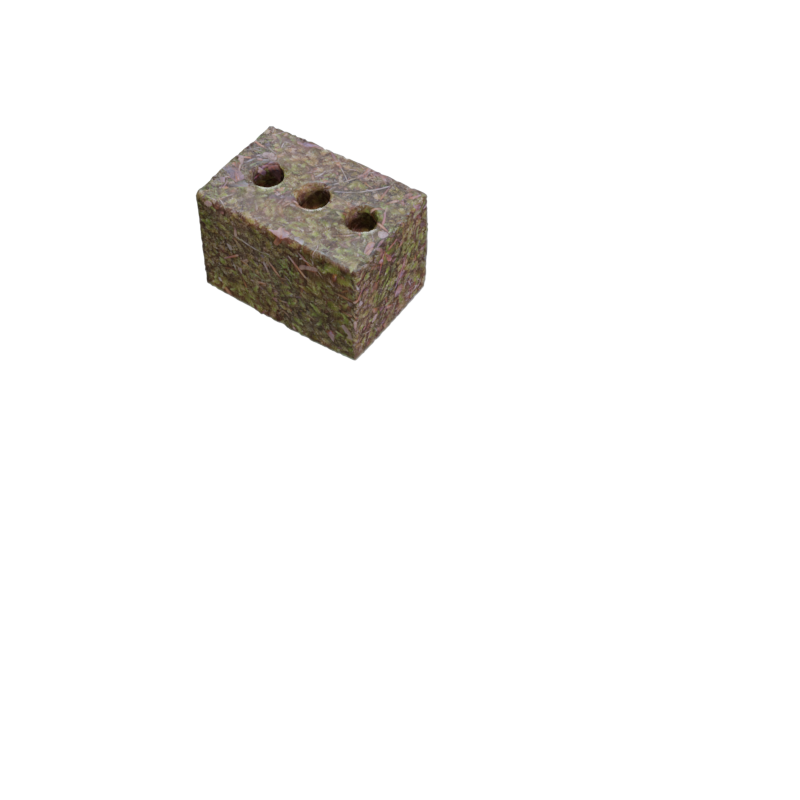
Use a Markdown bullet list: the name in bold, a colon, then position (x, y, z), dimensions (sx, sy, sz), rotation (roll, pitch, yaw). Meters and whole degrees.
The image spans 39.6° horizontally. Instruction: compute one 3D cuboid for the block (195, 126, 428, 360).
- **block**: position (-0.035, -0.063, 0.443), dimensions (0.082, 0.048, 0.054), rotation (27, 53, 21)
